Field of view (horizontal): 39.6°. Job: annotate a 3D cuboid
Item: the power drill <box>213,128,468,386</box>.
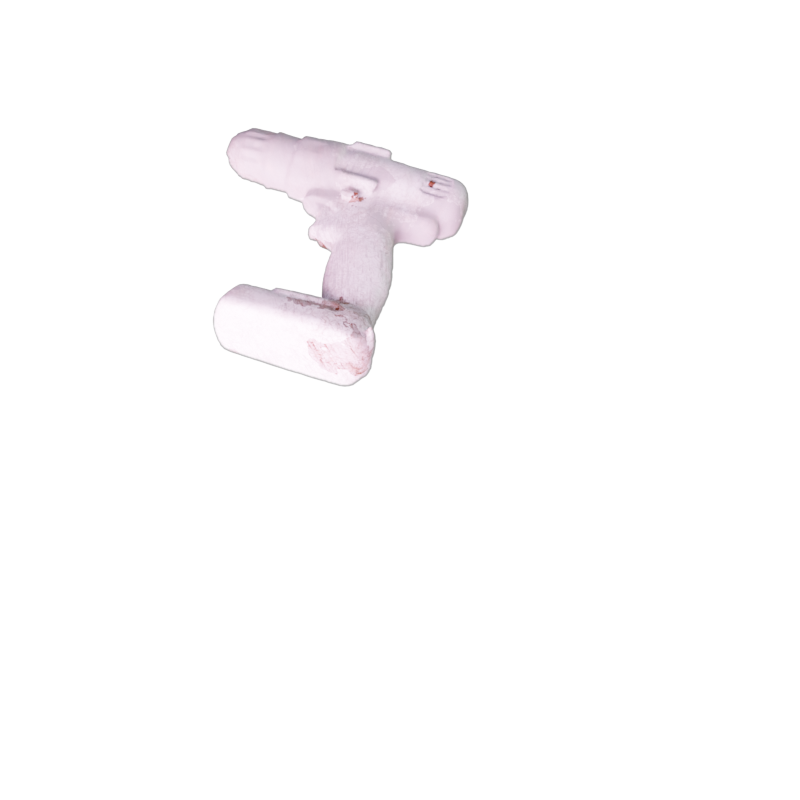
[{"bbox_3d":[-0.061,-0.110,0.773,0.189,0.197,0.053,15,-37,11],"label":"power drill"}]
